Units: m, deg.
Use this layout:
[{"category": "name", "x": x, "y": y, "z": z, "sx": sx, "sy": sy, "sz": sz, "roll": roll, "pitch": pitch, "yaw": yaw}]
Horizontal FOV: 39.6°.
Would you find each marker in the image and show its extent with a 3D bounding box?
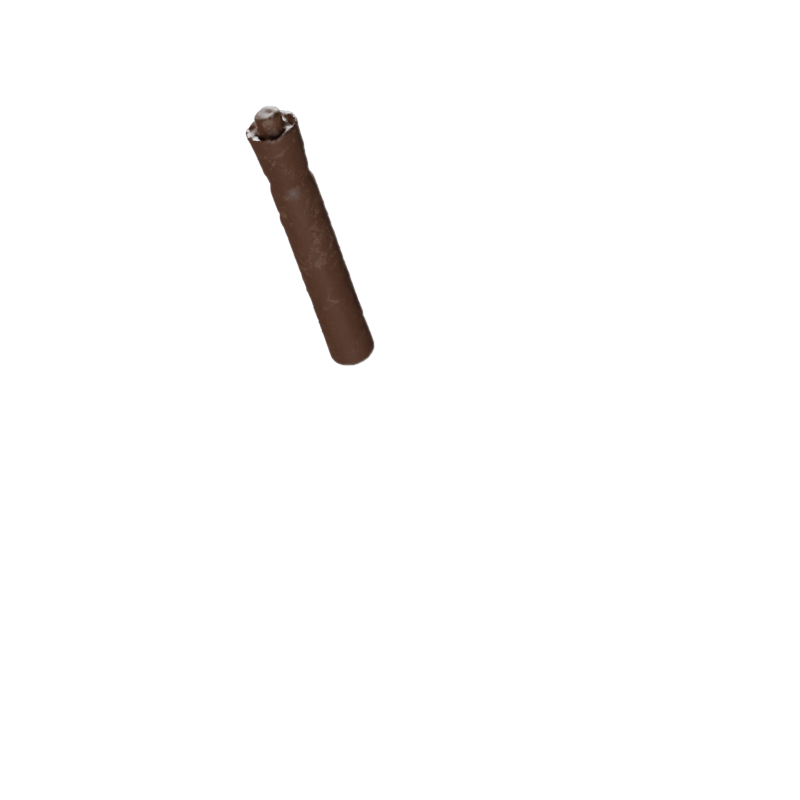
[{"category": "marker", "x": -0.033, "y": -0.060, "z": 0.420, "sx": 0.020, "sy": 0.112, "sz": 0.021, "roll": -11, "pitch": 43, "yaw": 8}]
